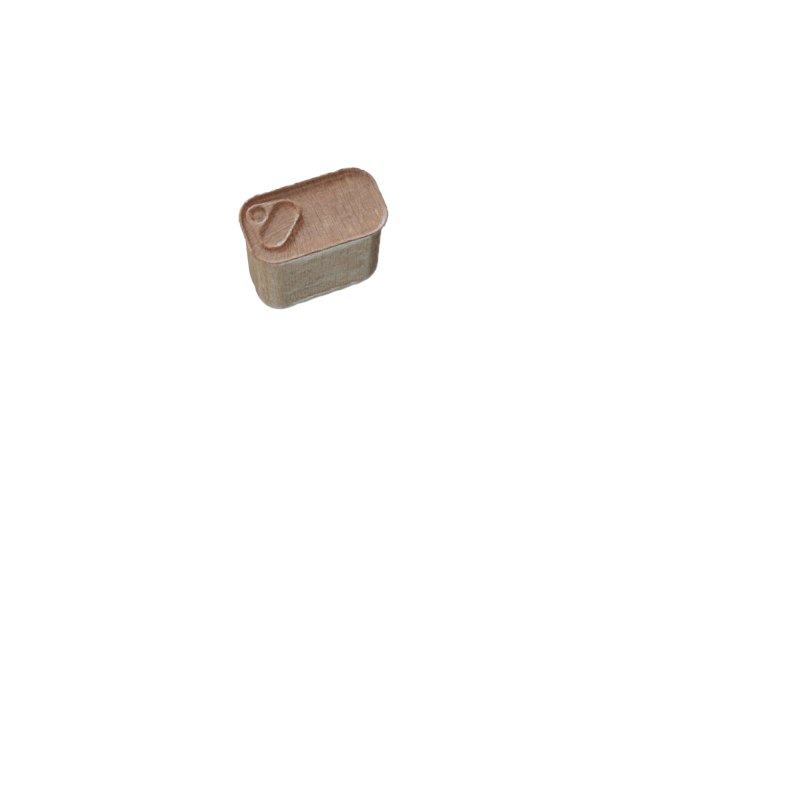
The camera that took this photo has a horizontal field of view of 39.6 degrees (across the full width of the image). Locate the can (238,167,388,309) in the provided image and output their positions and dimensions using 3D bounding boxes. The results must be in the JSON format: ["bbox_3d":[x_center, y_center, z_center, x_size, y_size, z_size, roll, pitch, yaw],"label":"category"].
[{"bbox_3d":[-0.063,-0.115,0.809,0.101,0.061,0.079,-19,-21,-10],"label":"can"}]
